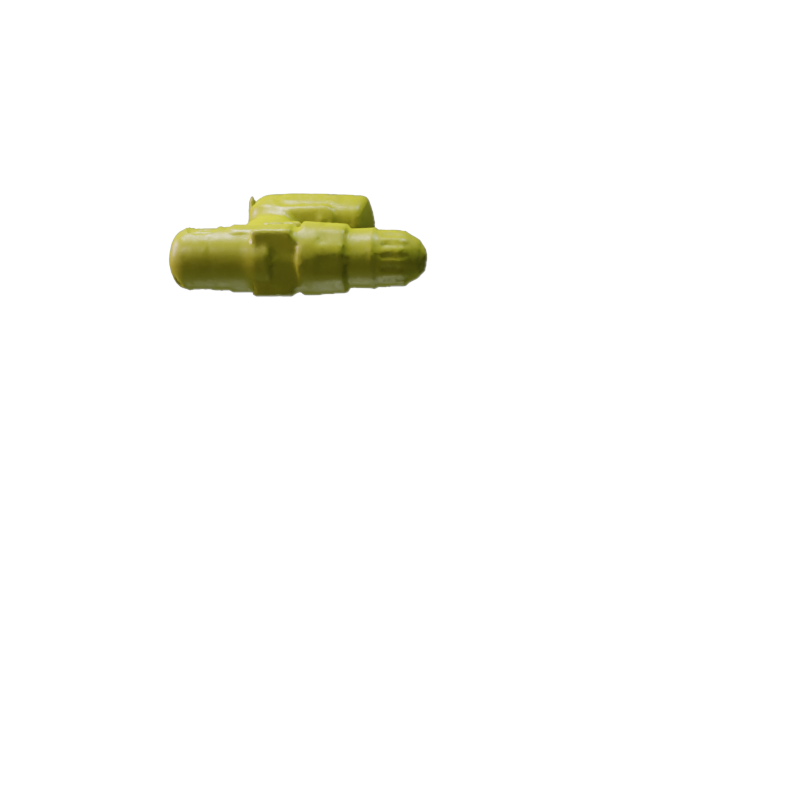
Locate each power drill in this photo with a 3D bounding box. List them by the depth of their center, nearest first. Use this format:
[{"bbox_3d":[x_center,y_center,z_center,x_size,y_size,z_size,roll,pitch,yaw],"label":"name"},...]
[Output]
[{"bbox_3d":[-0.067,-0.122,0.854,0.187,0.056,0.191,2,15,7],"label":"power drill"}]
